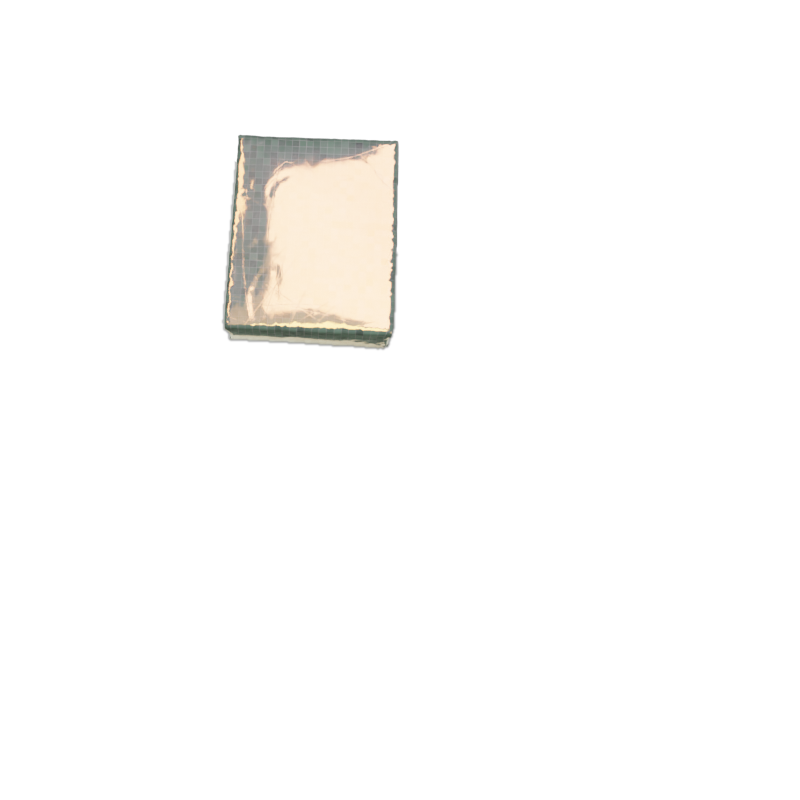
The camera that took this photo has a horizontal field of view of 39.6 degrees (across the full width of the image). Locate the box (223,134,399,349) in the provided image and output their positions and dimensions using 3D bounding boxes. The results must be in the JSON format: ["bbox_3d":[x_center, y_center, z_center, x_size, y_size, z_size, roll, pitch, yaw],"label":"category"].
[{"bbox_3d":[-0.048,-0.087,0.609,0.090,0.118,0.037,2,-18,0],"label":"box"}]
